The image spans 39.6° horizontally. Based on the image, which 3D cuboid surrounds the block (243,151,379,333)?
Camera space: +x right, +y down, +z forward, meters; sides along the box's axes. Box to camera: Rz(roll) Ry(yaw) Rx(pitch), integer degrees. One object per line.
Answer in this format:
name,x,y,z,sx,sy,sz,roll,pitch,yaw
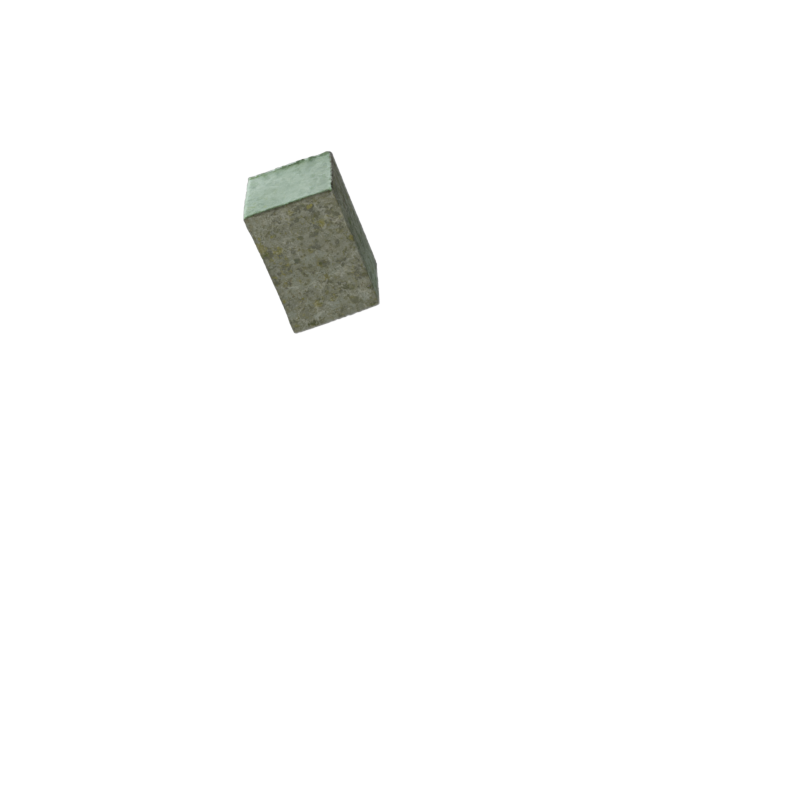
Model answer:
block,-0.048,-0.088,0.615,0.053,0.073,0.054,-17,30,8
